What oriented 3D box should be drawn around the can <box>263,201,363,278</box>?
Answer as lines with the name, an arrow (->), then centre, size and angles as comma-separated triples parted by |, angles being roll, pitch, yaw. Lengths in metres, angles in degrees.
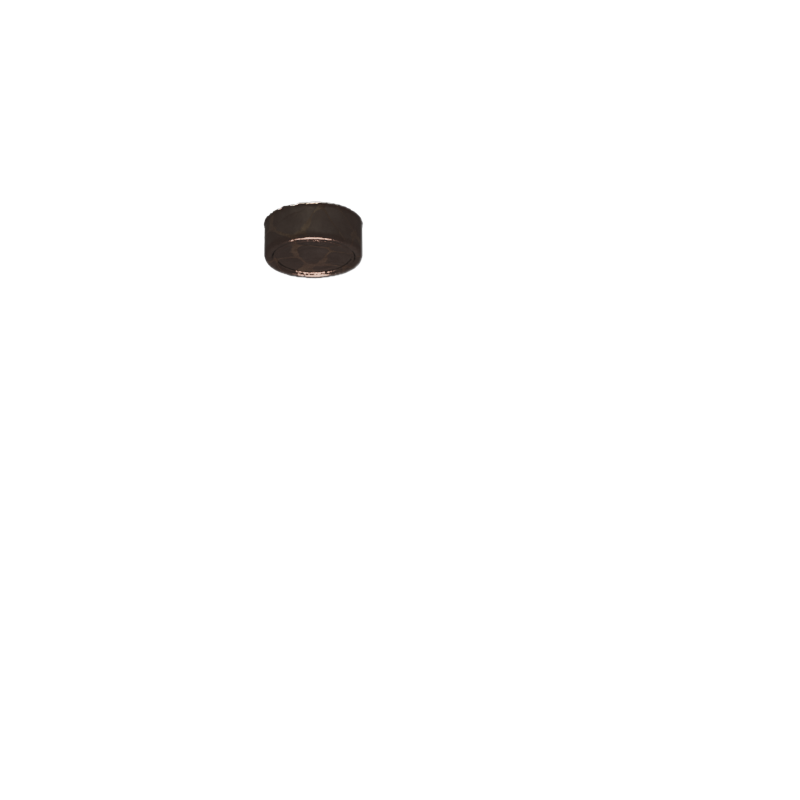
can -> -0.075, -0.136, 0.952 | 0.086, 0.035, 0.082 | 0, -20, -2
